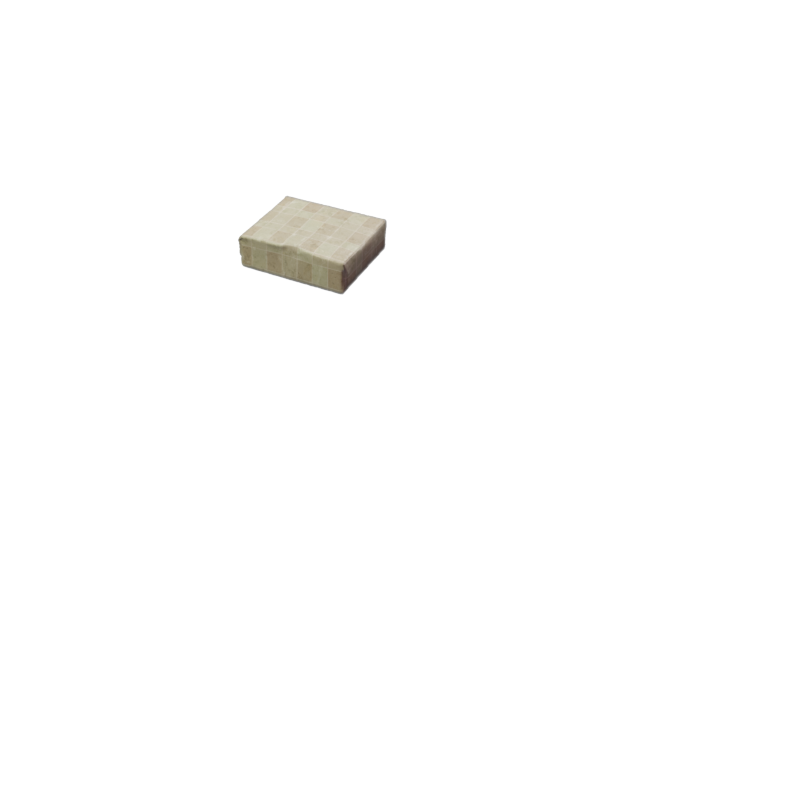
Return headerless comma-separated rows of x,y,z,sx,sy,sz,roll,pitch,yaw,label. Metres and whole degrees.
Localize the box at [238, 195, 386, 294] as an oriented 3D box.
-0.065,-0.119,0.833,0.093,0.028,0.075,17,39,21,box
